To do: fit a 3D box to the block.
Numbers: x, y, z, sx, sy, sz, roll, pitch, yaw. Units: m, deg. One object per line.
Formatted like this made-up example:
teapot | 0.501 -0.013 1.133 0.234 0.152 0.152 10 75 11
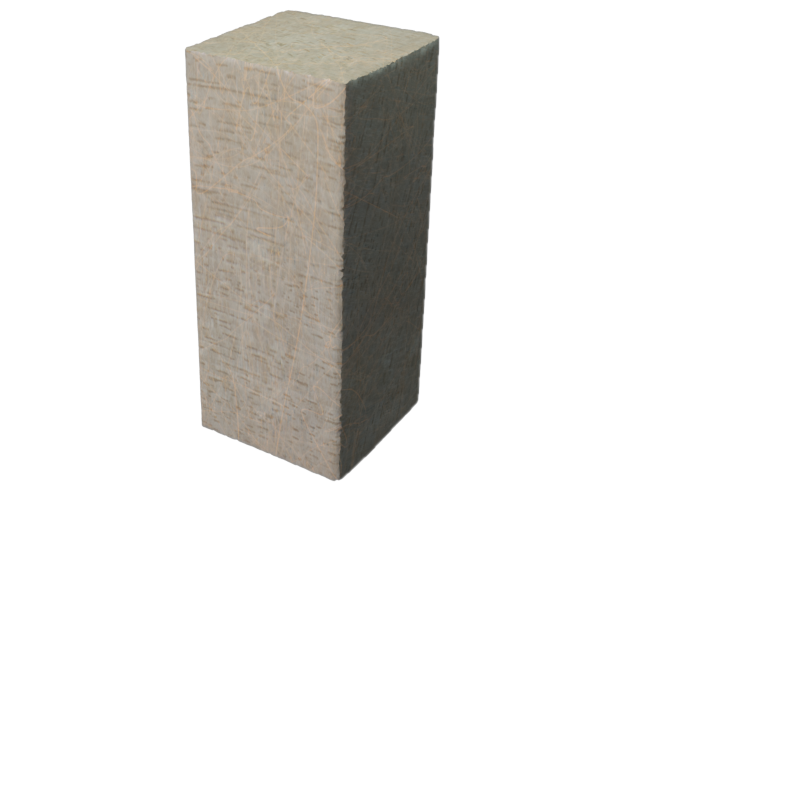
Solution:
block | -0.043 -0.080 0.557 0.095 0.195 0.091 17 32 26
